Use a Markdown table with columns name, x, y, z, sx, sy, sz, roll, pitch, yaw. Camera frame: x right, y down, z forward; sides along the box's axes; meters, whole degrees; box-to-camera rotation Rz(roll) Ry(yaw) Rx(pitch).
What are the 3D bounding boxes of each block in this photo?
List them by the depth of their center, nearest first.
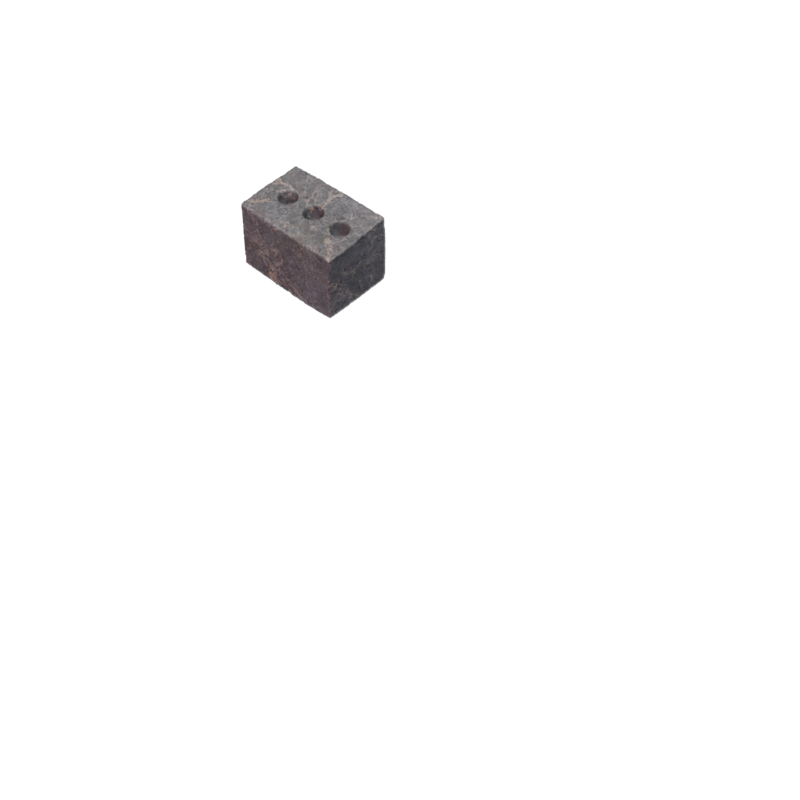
| name | x | y | z | sx | sy | sz | roll | pitch | yaw |
| --- | --- | --- | --- | --- | --- | --- | --- | --- | --- |
| block | -0.055 | -0.100 | 0.697 | 0.083 | 0.048 | 0.053 | 33 | 54 | 27 |
